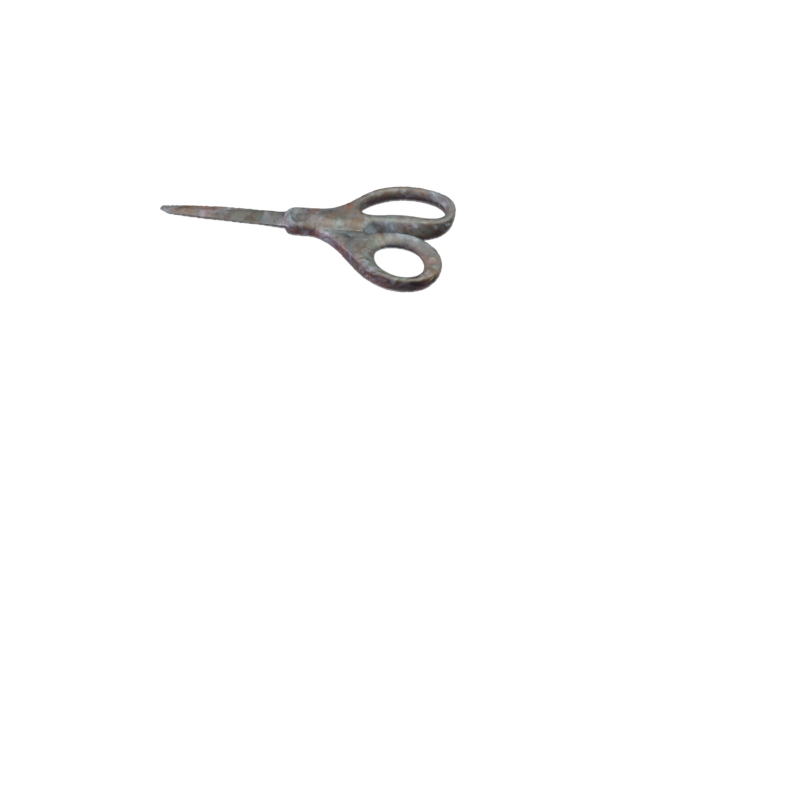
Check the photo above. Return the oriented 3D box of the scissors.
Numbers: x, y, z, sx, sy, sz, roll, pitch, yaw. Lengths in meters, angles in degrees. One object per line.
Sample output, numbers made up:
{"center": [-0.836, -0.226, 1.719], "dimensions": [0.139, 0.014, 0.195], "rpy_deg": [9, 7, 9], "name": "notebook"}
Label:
{"center": [-0.059, -0.107, 0.748], "dimensions": [0.200, 0.104, 0.015], "rpy_deg": [-7, -38, -6], "name": "scissors"}
